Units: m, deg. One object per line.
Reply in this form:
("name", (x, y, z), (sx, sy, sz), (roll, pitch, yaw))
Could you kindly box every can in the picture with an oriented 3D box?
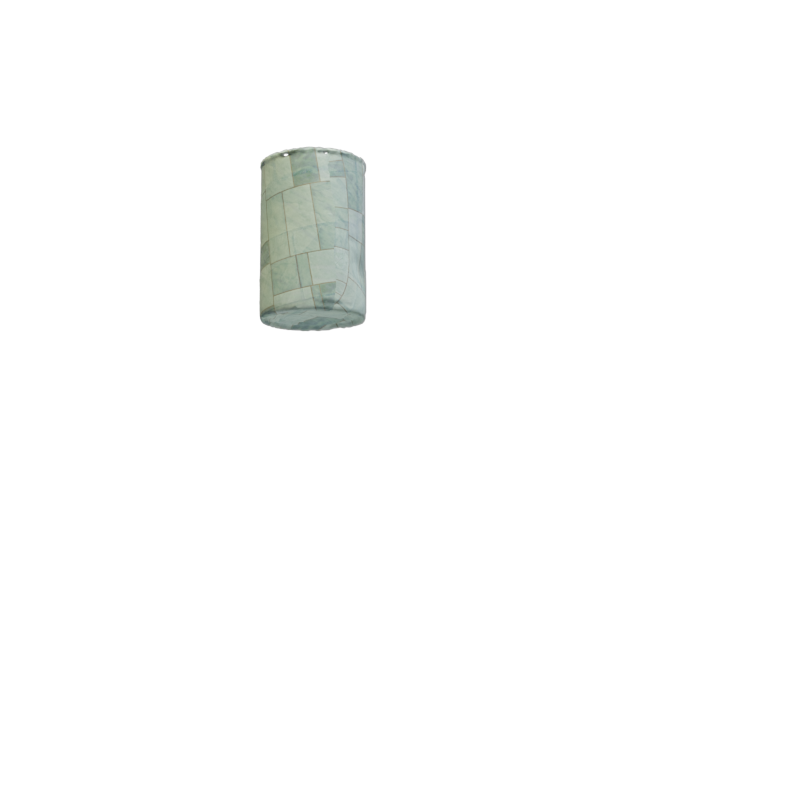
("can", (-0.055, -0.099, 0.696), (0.068, 0.106, 0.066), (0, -13, -2))
